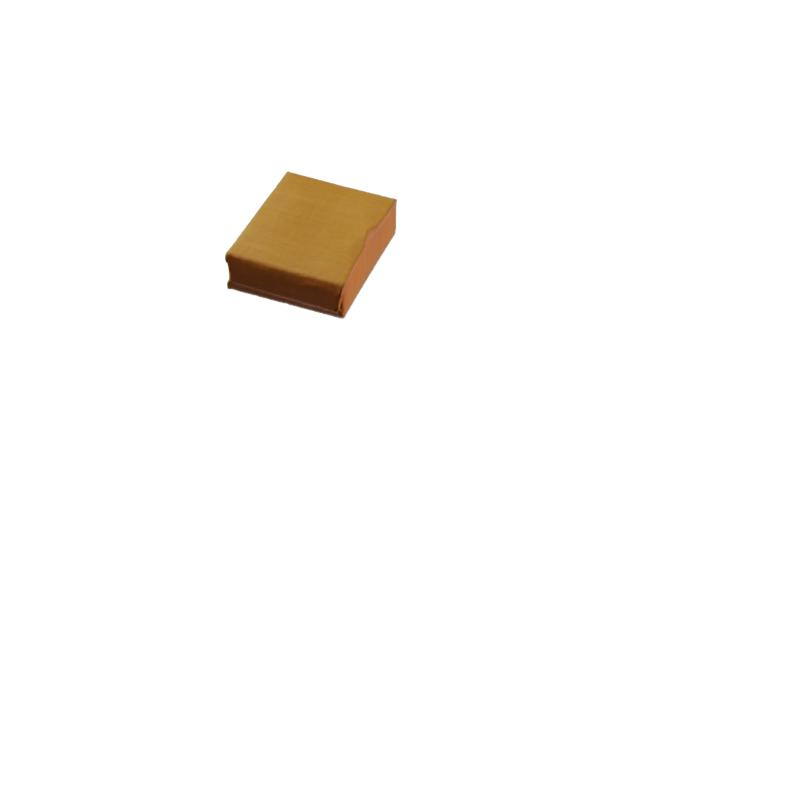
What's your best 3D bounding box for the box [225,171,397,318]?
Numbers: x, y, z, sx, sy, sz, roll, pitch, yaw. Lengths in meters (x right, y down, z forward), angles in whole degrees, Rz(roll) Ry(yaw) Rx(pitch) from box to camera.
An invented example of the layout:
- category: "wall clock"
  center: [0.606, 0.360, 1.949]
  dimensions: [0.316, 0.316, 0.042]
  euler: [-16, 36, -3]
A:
- category: "box"
  center: [-0.051, -0.092, 0.647]
  dimensions: [0.075, 0.028, 0.093]
  euler: [15, 45, 15]
